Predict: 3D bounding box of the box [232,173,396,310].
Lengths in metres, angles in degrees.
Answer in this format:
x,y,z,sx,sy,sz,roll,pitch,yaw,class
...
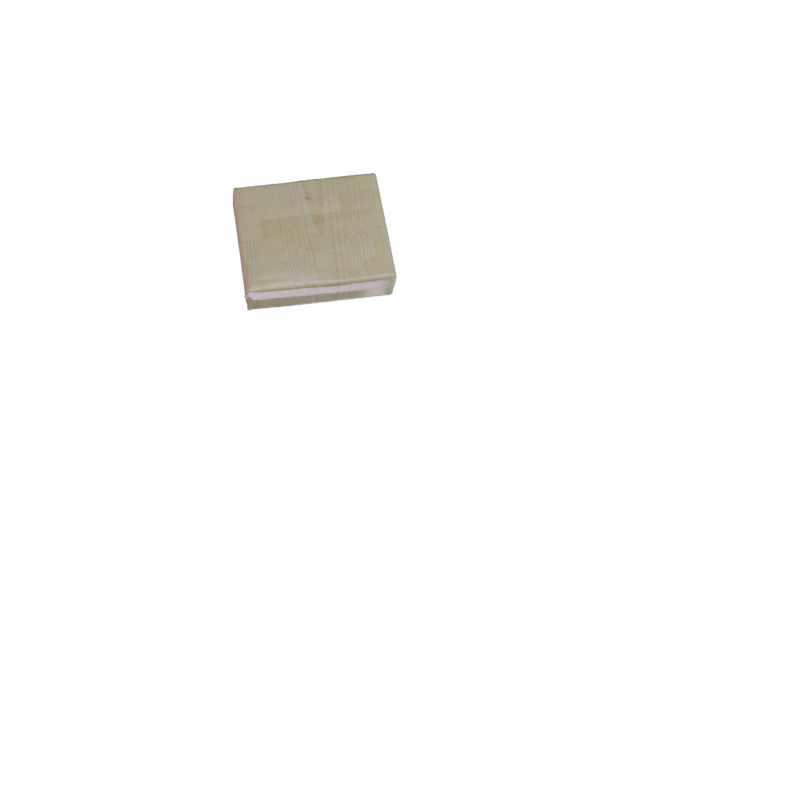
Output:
x,y,z,sx,sy,sz,roll,pitch,yaw,class
-0.065,-0.119,0.833,0.113,0.096,0.037,-8,-27,-5,box
